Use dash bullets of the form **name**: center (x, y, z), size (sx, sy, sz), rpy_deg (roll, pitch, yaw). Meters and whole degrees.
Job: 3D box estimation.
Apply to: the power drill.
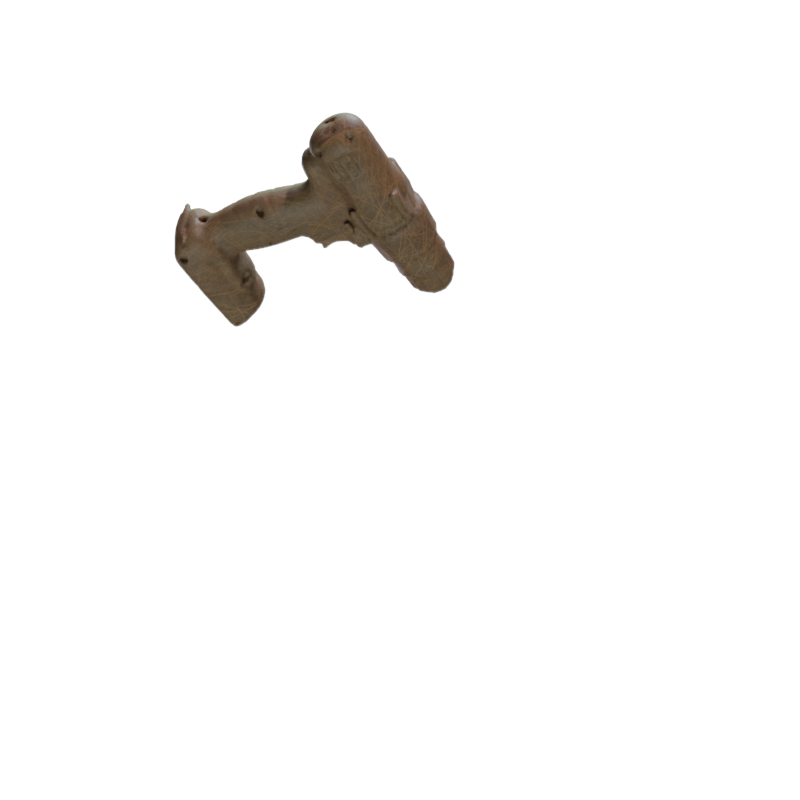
- **power drill**: center (-0.069, -0.126, 0.880), size (0.188, 0.062, 0.171), rpy_deg (-22, -50, 19)
